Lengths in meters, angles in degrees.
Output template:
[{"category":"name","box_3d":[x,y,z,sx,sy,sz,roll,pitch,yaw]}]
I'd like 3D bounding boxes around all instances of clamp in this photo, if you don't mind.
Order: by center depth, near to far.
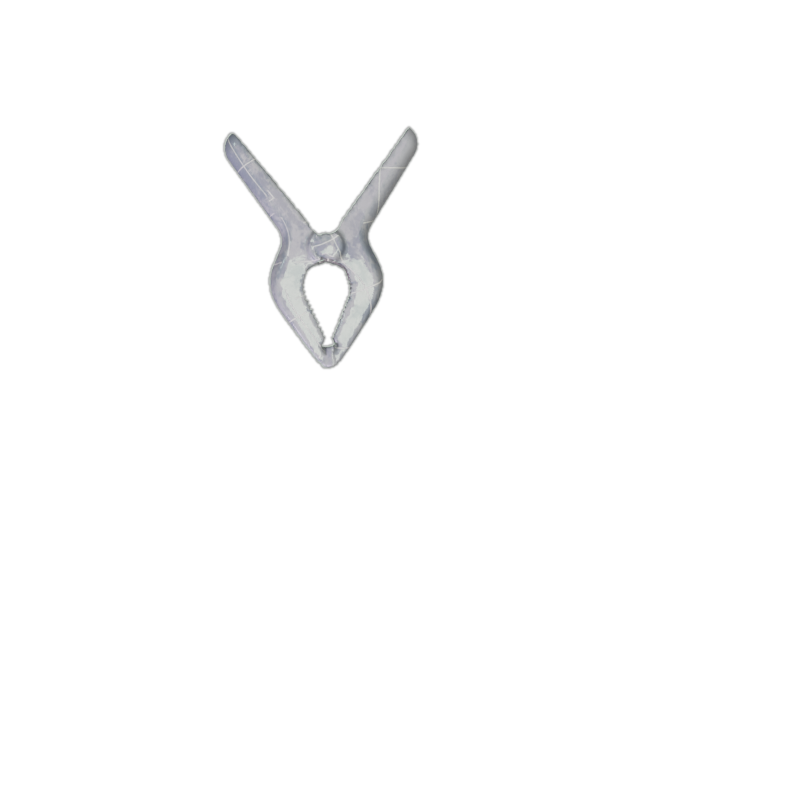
[{"category":"clamp","box_3d":[-0.073,-0.134,0.937,0.164,0.214,0.036,4,-8,0]}]
